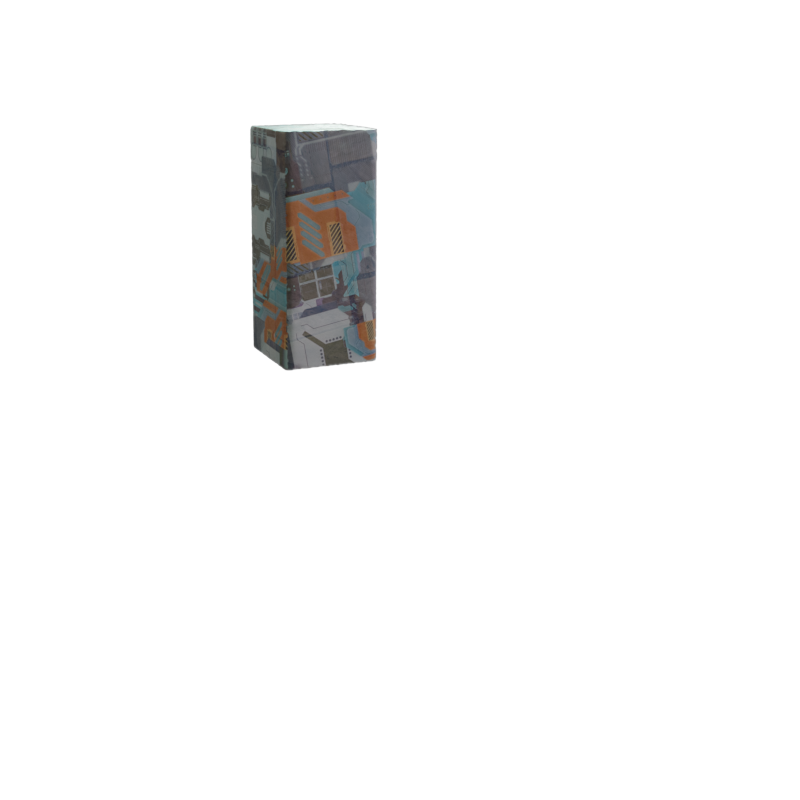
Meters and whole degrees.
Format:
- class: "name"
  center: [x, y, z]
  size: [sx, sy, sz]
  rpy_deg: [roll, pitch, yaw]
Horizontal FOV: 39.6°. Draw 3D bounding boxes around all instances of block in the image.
- class: "block"
  center: [-0.079, -0.142, 0.994]
  size: [0.088, 0.201, 0.095]
  rpy_deg: [-4, 13, -24]
